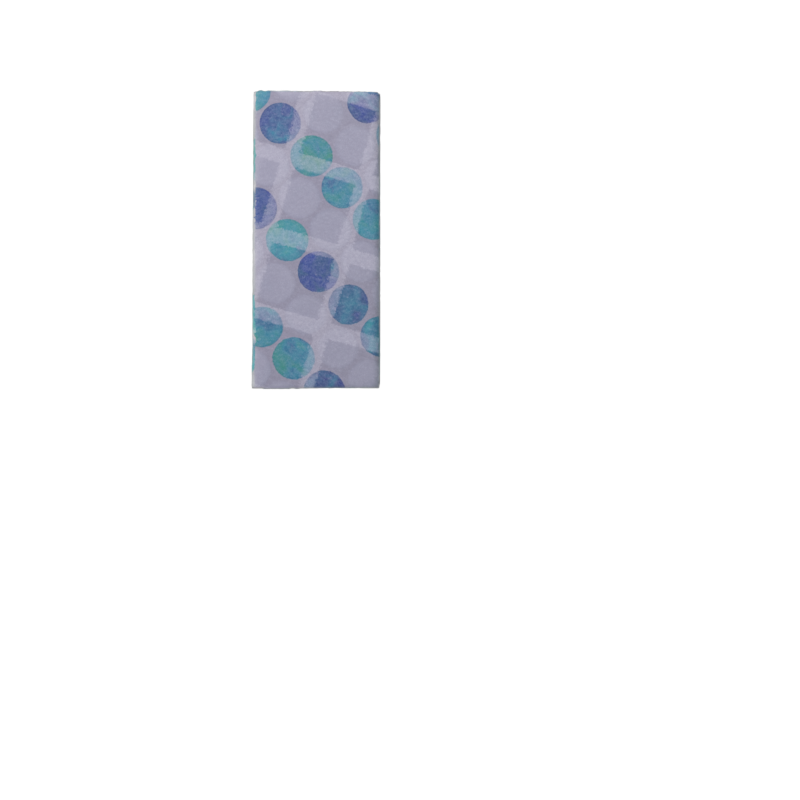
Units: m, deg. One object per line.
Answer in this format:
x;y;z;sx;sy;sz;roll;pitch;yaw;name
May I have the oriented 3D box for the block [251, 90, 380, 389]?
-0.062;-0.115;0.806;0.090;0.208;0.091;0;-2;-5;block
